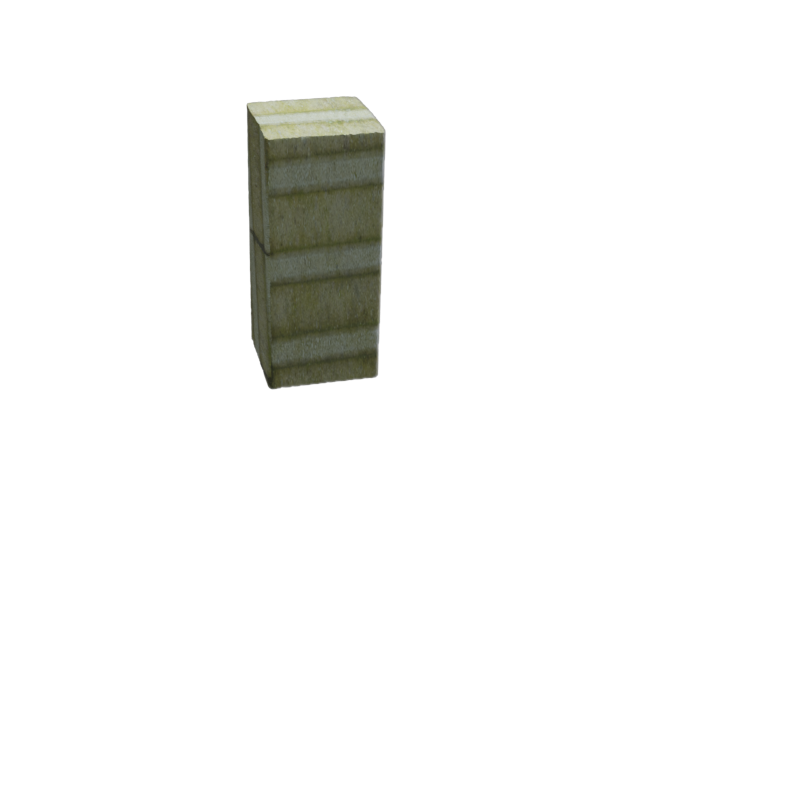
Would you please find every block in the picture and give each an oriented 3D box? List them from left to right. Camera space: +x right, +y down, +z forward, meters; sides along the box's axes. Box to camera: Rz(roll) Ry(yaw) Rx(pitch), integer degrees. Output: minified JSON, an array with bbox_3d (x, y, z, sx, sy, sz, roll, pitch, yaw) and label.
[{"bbox_3d":[-0.068,-0.124,0.867,0.089,0.195,0.097,-5,28,-14],"label":"block"}]
